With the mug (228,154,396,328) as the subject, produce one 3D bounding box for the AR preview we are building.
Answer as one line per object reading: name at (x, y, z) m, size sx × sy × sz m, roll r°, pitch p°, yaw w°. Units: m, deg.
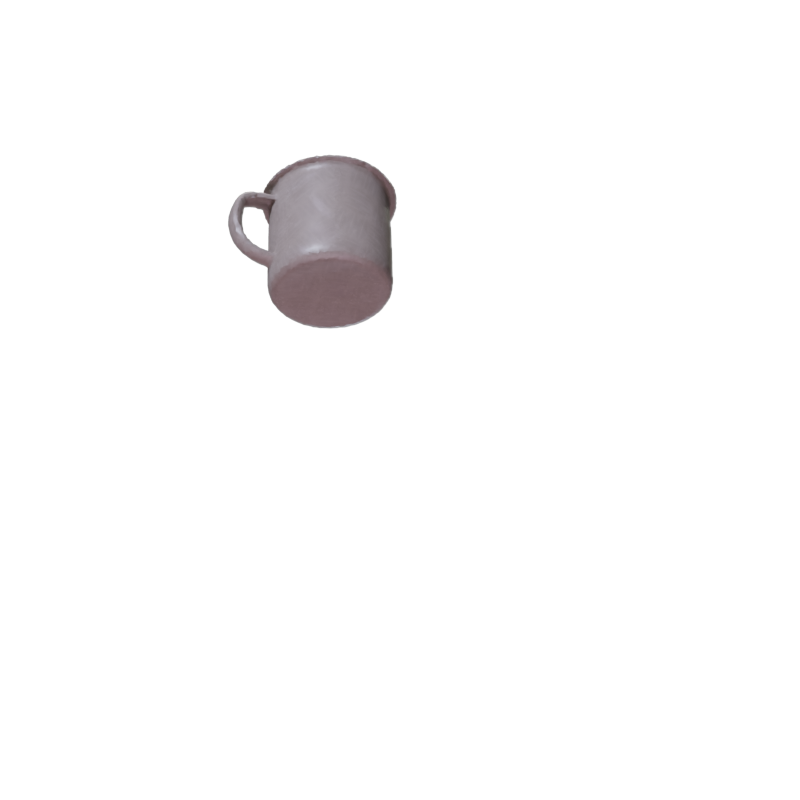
mug at (-0.057, -0.105, 0.734) m, size 0.113 × 0.087 × 0.090 m, roll 16°, pitch -41°, yaw -21°
